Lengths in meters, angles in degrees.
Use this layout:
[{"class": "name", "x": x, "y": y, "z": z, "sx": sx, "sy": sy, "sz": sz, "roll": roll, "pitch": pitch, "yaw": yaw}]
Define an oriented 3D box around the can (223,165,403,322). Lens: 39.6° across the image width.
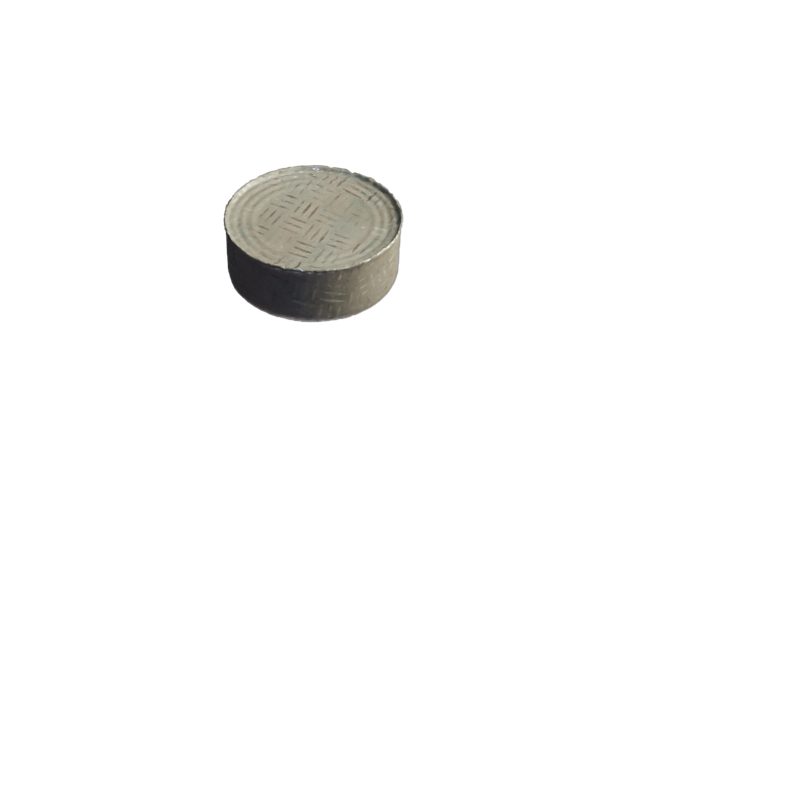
[{"class": "can", "x": -0.042, "y": -0.077, "z": 0.538, "sx": 0.086, "sy": 0.031, "sz": 0.092, "roll": -1, "pitch": 42, "yaw": -2}]
